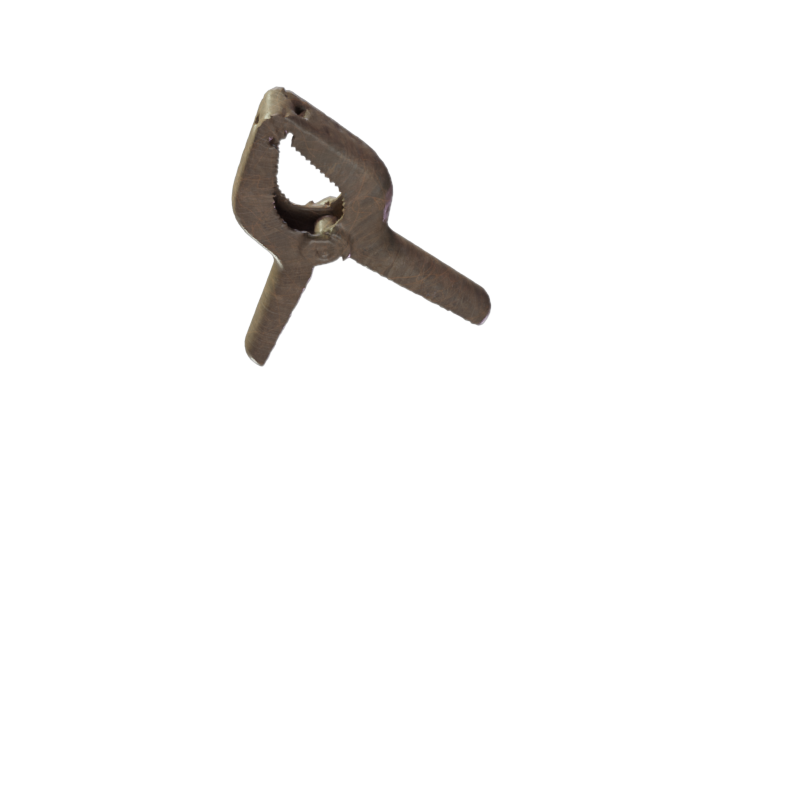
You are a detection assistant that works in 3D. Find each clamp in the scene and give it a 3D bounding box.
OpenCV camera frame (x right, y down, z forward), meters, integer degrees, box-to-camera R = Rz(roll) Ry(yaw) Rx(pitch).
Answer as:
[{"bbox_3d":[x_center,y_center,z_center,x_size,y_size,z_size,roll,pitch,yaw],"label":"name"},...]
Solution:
[{"bbox_3d":[-0.053,-0.096,0.673,0.166,0.039,0.194,-16,-45,16],"label":"clamp"}]
